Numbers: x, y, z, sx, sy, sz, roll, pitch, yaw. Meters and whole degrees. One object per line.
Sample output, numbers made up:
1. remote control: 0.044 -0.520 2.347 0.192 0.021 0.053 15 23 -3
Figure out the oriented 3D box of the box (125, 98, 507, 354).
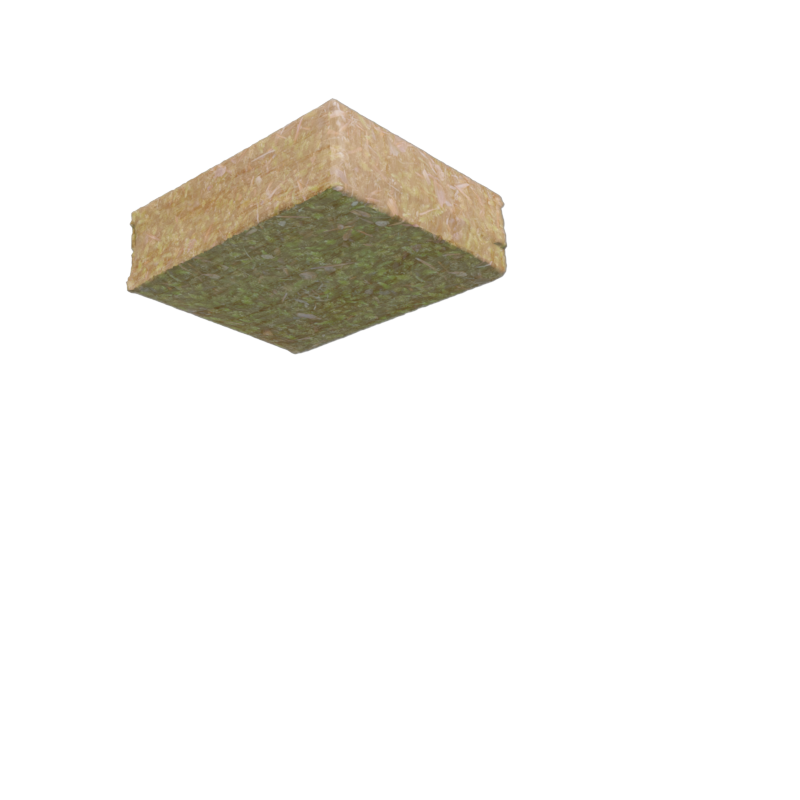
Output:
1. box: -0.032 -0.058 0.408 0.114 0.041 0.084 -21 -31 39
